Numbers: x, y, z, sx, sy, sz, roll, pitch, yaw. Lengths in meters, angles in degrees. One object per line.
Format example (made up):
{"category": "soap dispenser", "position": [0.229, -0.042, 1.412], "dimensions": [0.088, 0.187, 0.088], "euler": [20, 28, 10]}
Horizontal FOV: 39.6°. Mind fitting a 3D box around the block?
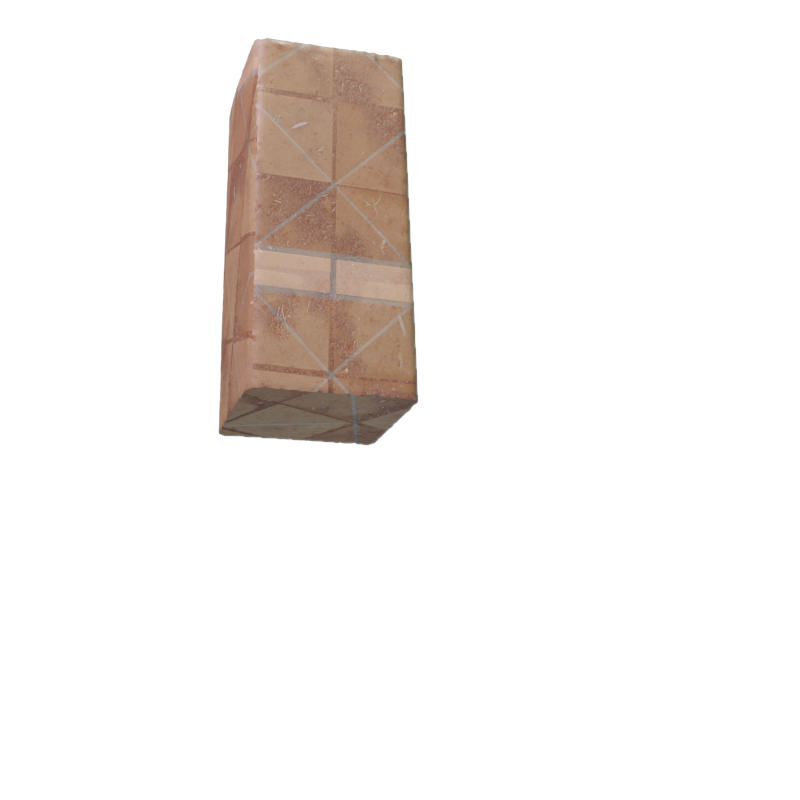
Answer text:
{"category": "block", "position": [-0.049, -0.090, 0.626], "dimensions": [0.089, 0.218, 0.087], "euler": [5, -24, -15]}
